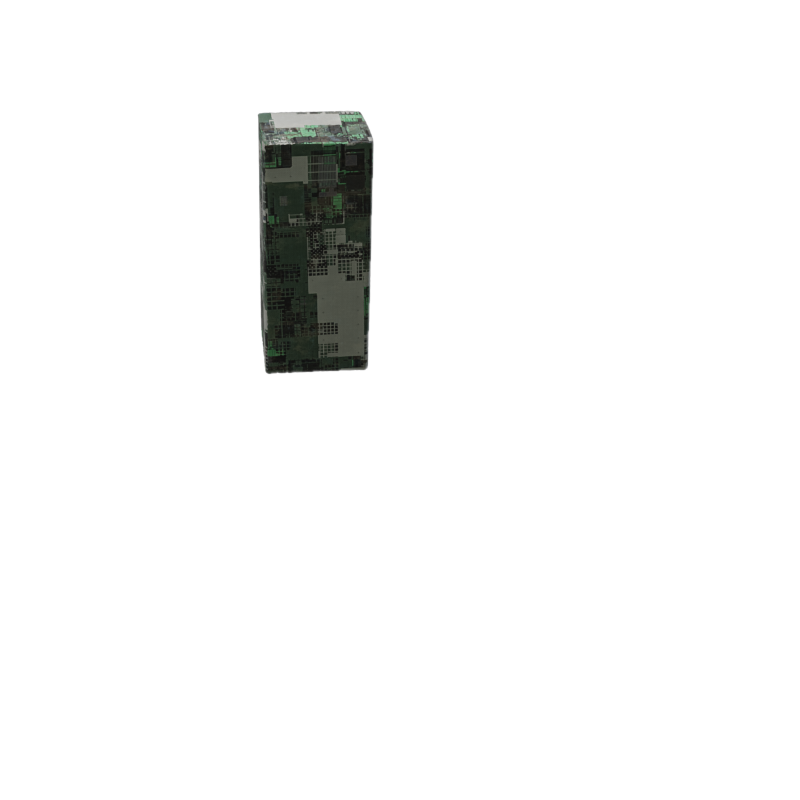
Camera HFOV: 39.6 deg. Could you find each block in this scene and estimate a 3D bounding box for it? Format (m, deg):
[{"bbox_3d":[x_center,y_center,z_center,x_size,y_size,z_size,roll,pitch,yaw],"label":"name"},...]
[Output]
[{"bbox_3d":[-0.074,-0.136,0.950,0.090,0.195,0.096,-2,26,-7],"label":"block"}]
